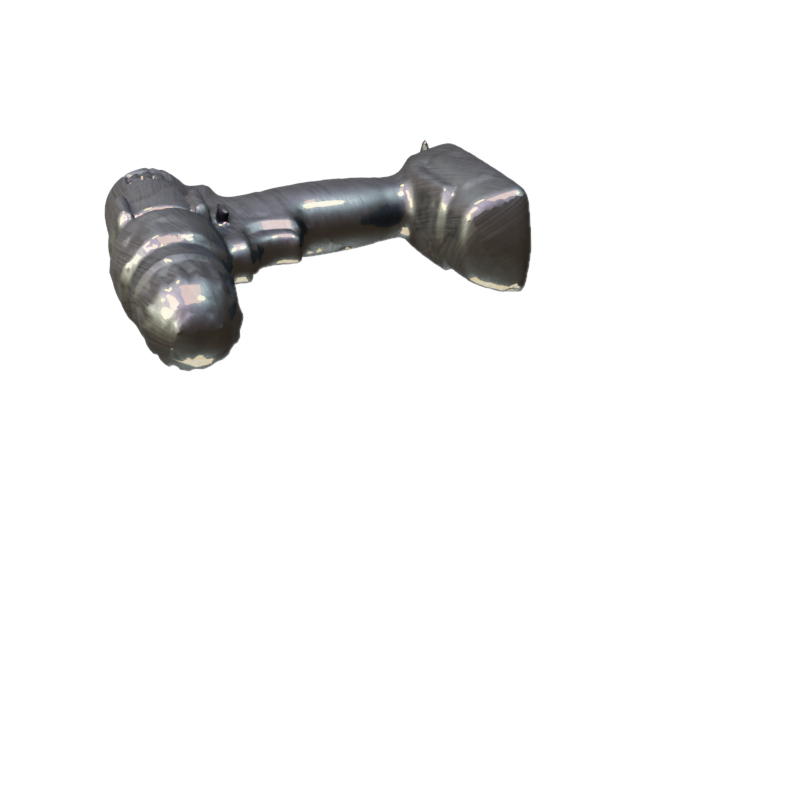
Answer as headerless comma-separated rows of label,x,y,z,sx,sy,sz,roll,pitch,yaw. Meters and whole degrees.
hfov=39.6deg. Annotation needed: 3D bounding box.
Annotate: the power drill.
power drill,-0.040,-0.073,0.511,0.185,0.054,0.197,-8,28,-15
